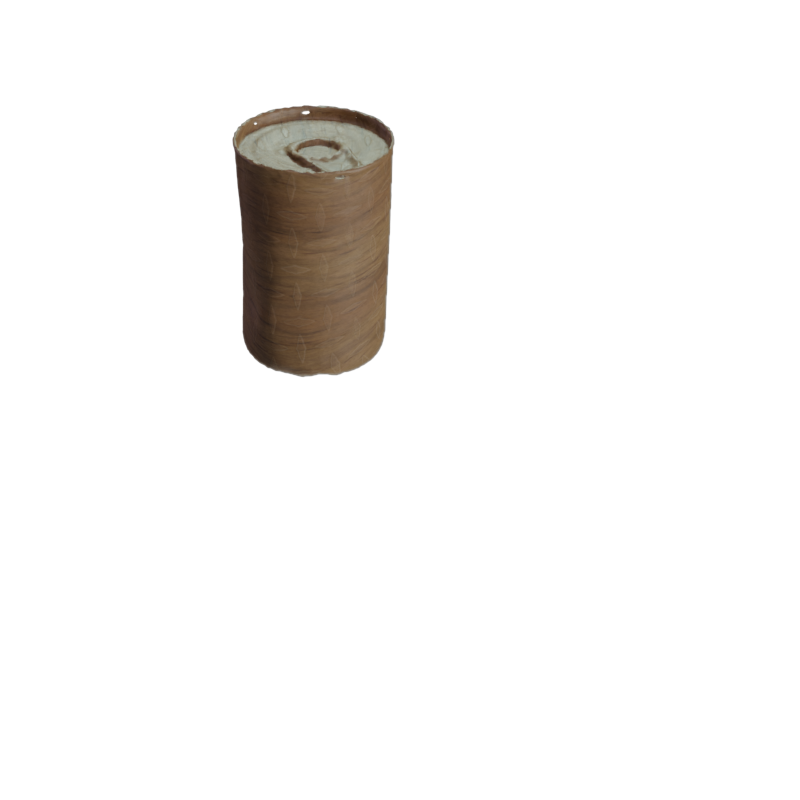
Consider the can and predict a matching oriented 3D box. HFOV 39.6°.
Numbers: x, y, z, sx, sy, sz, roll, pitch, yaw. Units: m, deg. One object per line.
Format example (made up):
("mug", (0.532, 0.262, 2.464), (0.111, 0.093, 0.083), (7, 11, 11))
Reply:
("can", (-0.038, -0.070, 0.489), (0.068, 0.096, 0.073), (0, 33, -3))
